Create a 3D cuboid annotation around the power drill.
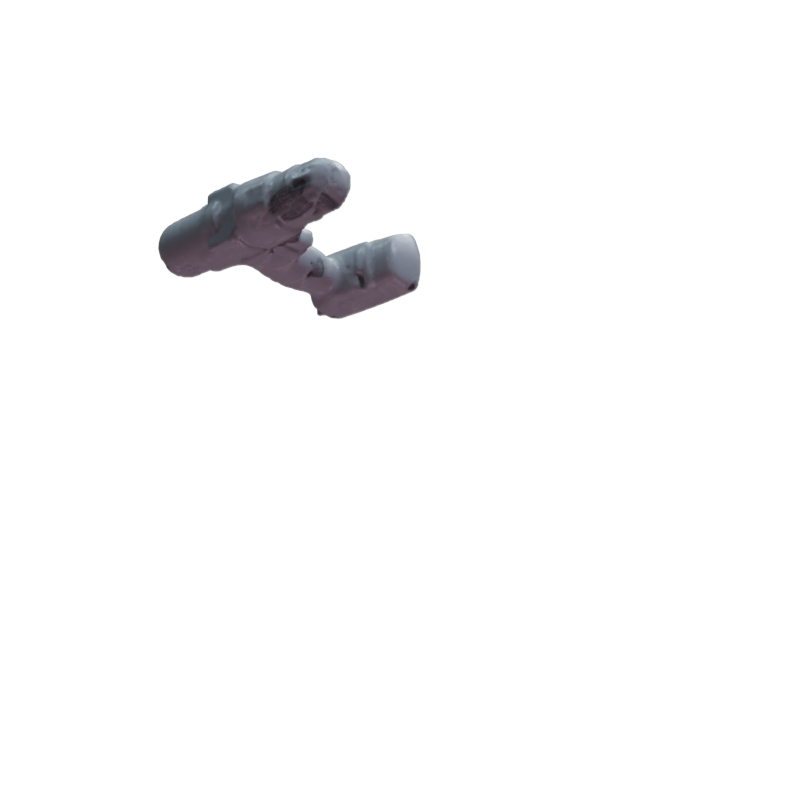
[{"bbox_3d":[-0.069,-0.125,0.878,0.187,0.060,0.176,-15,-23,38],"label":"power drill"}]
